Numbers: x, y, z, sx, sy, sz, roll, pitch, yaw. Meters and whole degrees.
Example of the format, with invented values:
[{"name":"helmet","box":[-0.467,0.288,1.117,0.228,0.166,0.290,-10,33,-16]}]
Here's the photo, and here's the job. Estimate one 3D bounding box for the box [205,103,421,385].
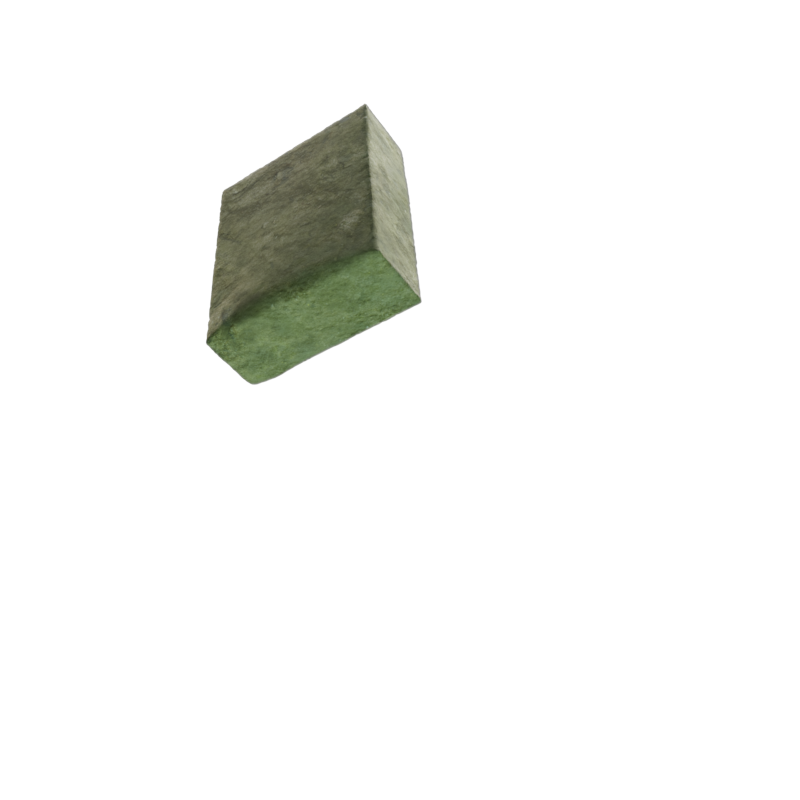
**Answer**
[{"name":"box","box":[-0.073,-0.134,0.935,0.164,0.229,0.067,-27,-52,19]}]
